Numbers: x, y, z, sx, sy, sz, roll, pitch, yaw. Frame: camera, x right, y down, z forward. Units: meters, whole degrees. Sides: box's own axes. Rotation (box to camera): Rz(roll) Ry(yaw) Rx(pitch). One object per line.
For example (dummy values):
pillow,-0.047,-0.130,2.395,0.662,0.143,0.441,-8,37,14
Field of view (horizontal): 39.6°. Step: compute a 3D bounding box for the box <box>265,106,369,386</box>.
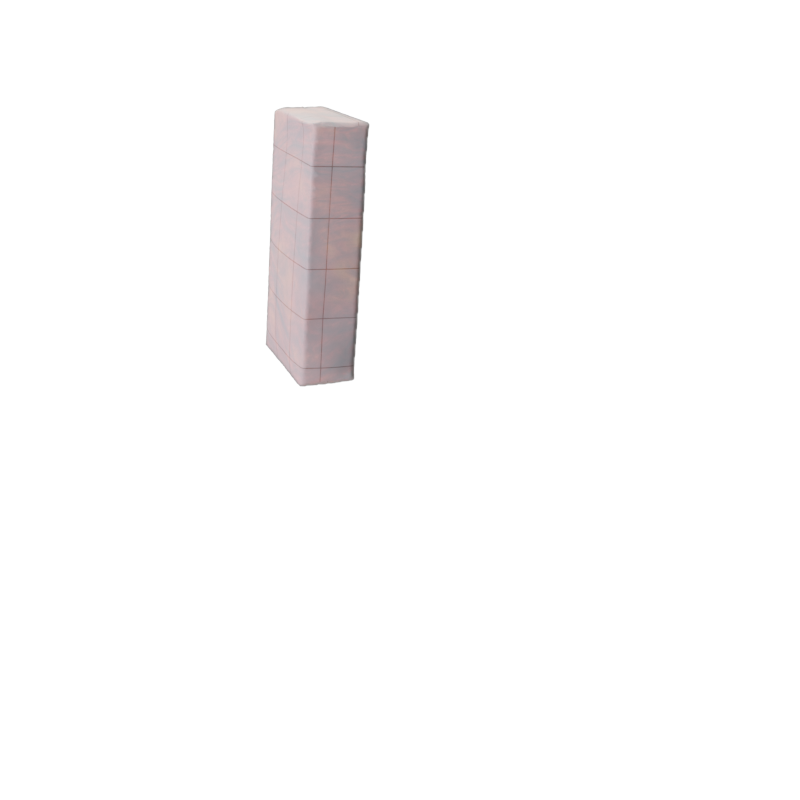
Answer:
box,-0.060,-0.108,0.756,0.047,0.171,0.099,-4,16,-20
